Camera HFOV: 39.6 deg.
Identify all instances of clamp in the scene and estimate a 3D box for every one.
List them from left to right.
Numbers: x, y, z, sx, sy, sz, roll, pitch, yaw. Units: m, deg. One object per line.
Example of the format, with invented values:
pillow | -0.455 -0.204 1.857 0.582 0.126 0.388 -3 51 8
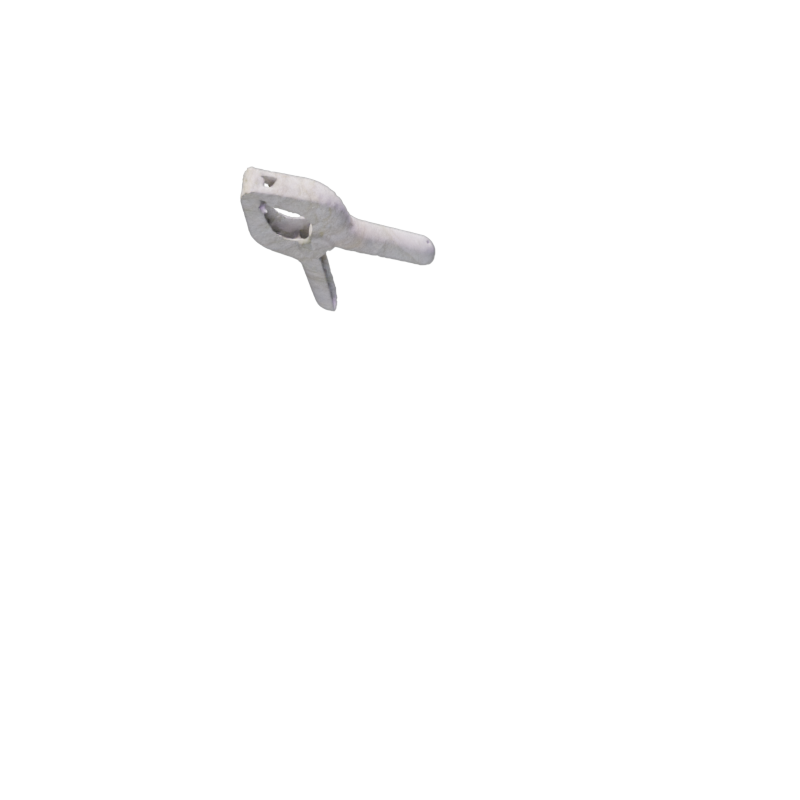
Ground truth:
clamp | -0.070 -0.128 0.896 0.162 0.042 0.118 28 -48 -29
